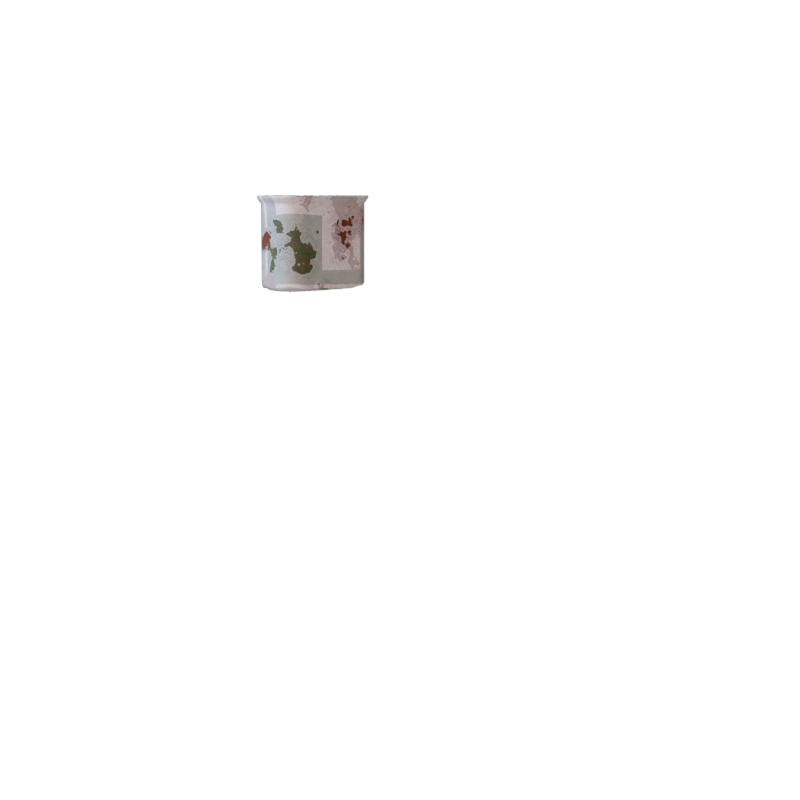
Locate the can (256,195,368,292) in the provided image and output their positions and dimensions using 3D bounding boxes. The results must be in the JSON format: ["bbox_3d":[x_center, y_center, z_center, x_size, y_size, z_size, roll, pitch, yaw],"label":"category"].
[{"bbox_3d":[-0.078,-0.142,0.993,0.098,0.083,0.060,-6,8,-42],"label":"can"}]
